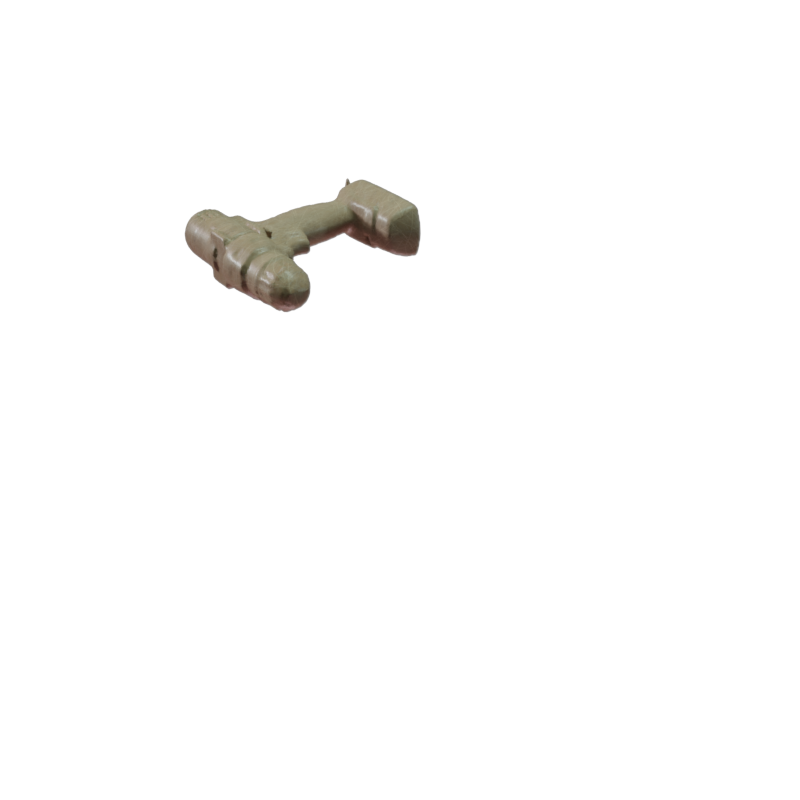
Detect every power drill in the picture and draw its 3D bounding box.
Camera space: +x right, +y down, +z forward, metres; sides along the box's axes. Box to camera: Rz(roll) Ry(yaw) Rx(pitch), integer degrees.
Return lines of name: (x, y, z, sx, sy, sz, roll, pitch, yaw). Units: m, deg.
power drill: (-0.078, -0.142, 0.992, 0.184, 0.054, 0.198, -17, 33, -28)
